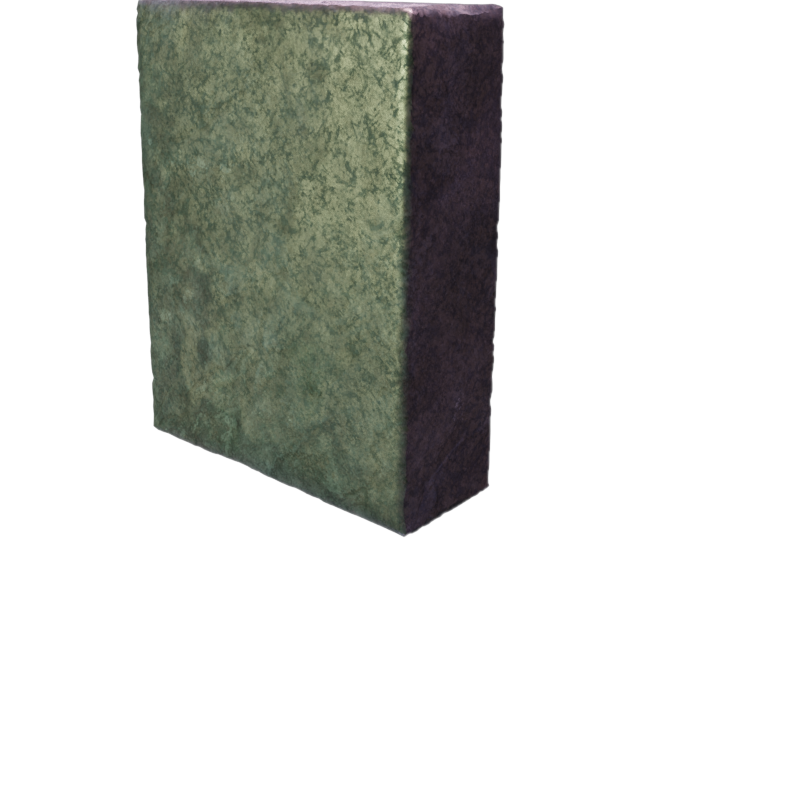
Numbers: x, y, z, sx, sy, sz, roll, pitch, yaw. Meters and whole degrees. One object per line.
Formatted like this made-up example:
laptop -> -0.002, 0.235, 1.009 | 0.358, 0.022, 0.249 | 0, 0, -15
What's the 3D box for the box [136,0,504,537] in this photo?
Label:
box -> -0.039, -0.071, 0.500 | 0.173, 0.206, 0.070 | 16, 21, 39
